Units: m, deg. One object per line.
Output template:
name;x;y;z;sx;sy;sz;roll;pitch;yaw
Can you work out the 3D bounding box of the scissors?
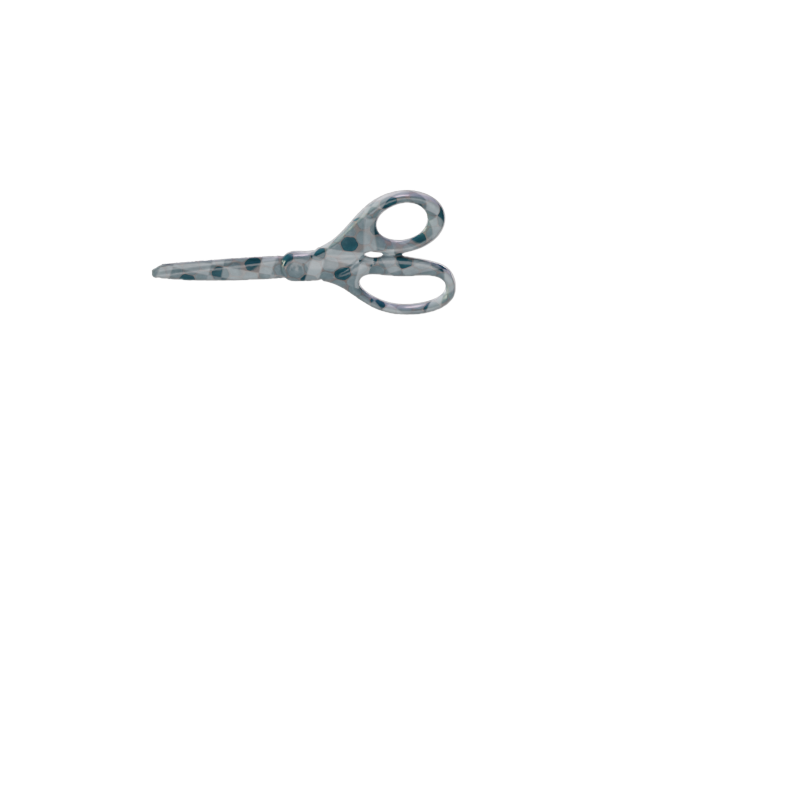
scissors;-0.057;-0.105;0.733;0.200;0.092;0.017;11;24;-5
